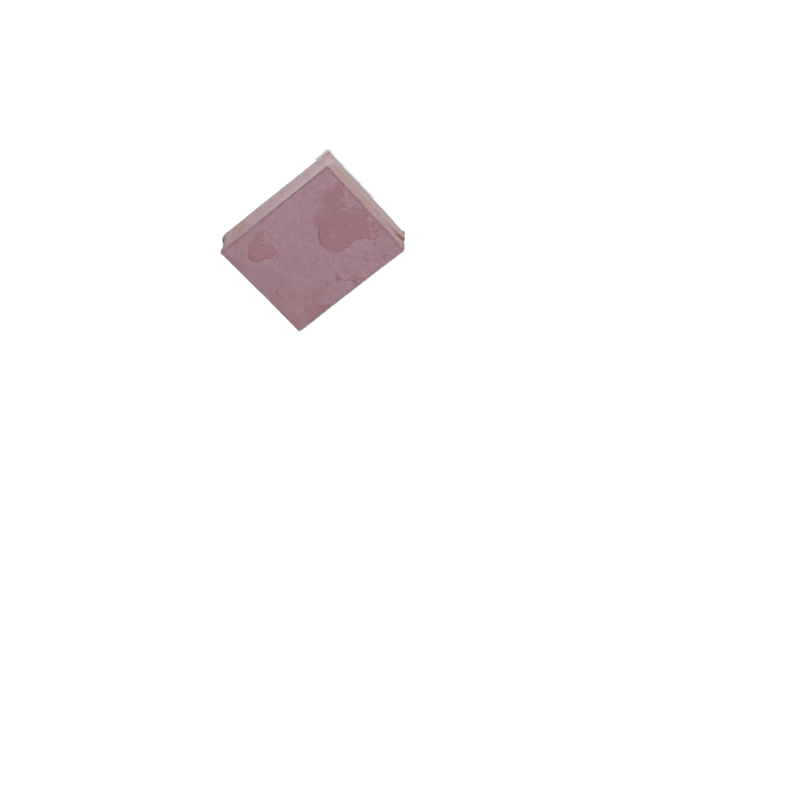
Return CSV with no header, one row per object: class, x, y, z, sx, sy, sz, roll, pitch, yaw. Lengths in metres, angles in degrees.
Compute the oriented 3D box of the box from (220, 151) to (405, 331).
box,-0.053,-0.097,0.677,0.089,0.070,0.032,-37,22,17
